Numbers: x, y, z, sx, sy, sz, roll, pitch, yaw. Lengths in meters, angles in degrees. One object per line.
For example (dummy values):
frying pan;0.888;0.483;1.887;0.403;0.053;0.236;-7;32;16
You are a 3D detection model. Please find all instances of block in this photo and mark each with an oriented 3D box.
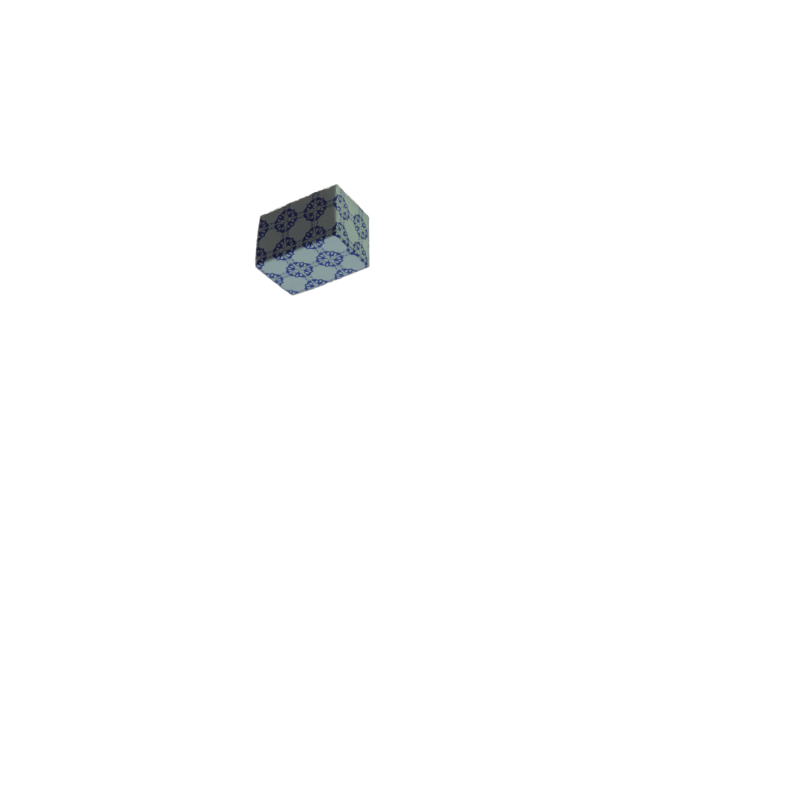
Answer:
block;-0.070;-0.127;0.888;0.079;0.055;0.049;-18;-37;25
